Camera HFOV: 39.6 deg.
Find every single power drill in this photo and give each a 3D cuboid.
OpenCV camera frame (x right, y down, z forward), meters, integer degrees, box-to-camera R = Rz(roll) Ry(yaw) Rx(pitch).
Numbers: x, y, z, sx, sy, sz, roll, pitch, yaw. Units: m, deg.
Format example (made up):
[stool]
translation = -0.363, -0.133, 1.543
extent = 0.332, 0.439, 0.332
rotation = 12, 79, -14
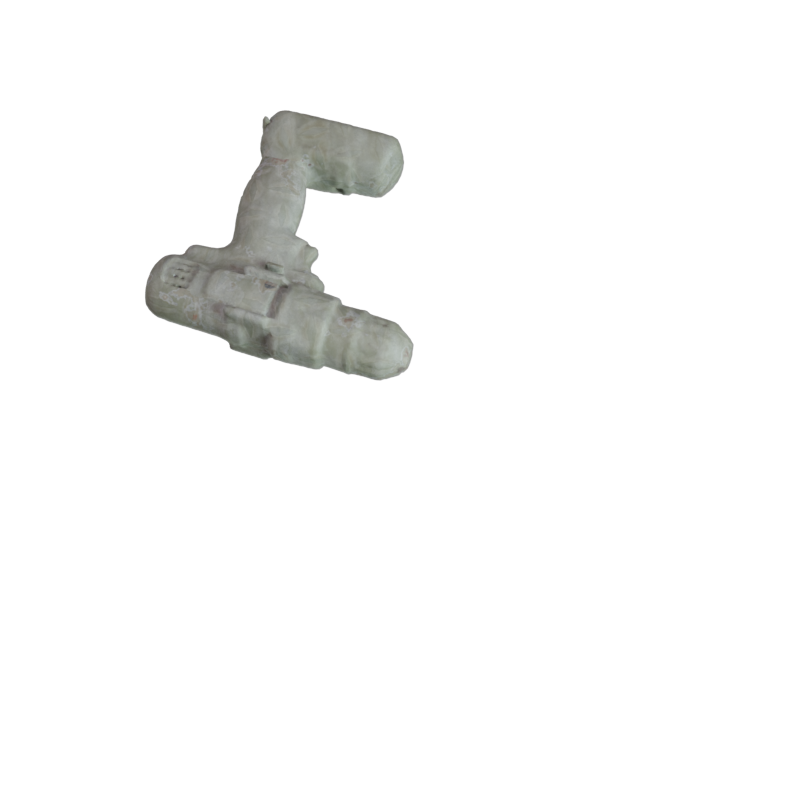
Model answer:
[power drill]
translation = -0.060, -0.110, 0.768
extent = 0.189, 0.196, 0.054
rotation = 16, -34, 11
